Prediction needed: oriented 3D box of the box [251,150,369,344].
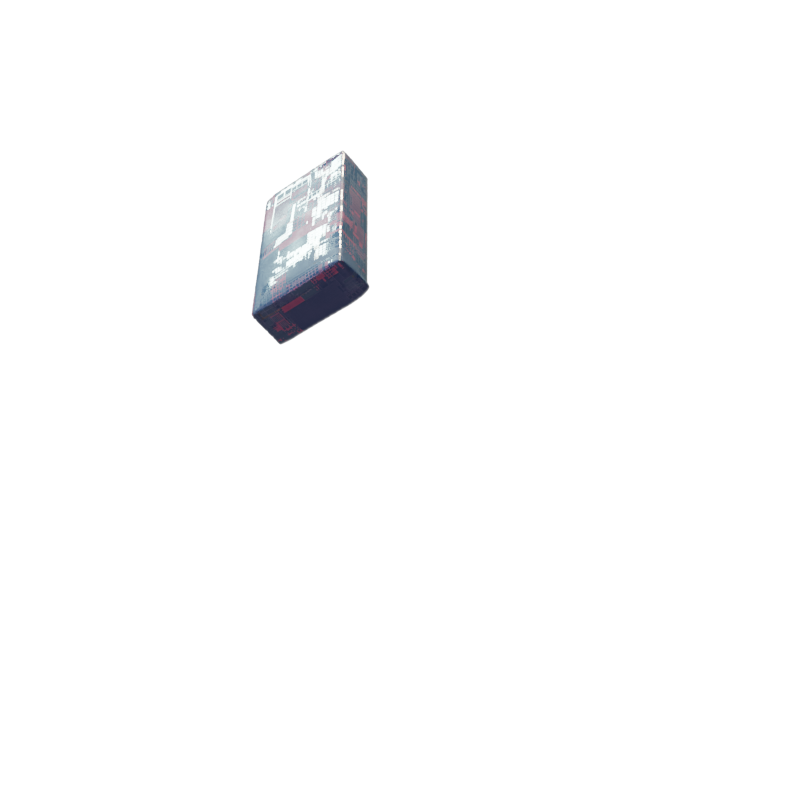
[{"bbox_3d":[-0.074,-0.135,0.947,0.093,0.189,0.045,-30,-54,20],"label":"box"}]
